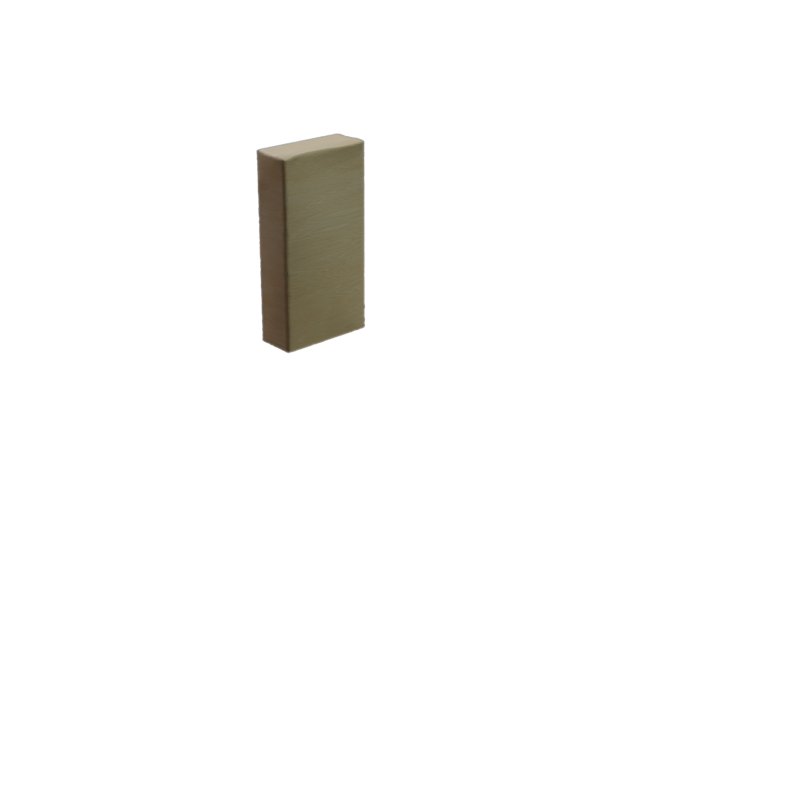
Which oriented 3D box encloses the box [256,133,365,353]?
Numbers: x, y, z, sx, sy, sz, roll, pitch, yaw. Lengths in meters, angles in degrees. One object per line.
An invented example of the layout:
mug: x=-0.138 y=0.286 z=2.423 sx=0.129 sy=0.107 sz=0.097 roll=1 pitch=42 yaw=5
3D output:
box: x=-0.076 y=-0.139 z=0.972 sx=0.092 sy=0.168 sz=0.051 roll=-18 pitch=29 yaw=-39
